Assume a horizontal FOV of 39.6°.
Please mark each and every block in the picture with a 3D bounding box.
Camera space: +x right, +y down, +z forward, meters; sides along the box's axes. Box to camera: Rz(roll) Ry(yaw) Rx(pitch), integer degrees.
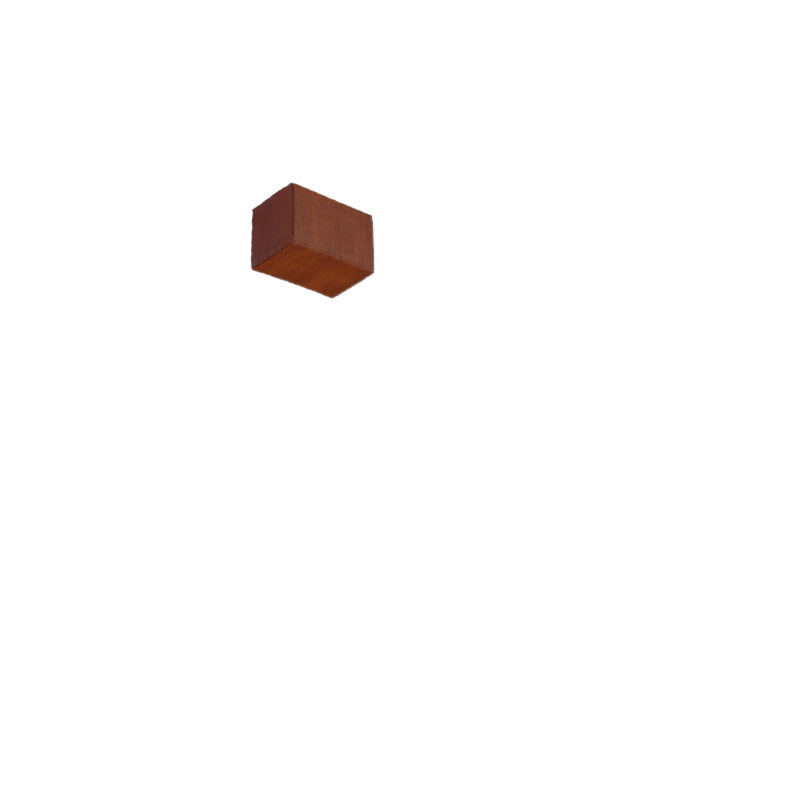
[{"bbox_3d":[-0.064,-0.117,0.816,0.074,0.054,0.053,19,-32,-36],"label":"block"}]
